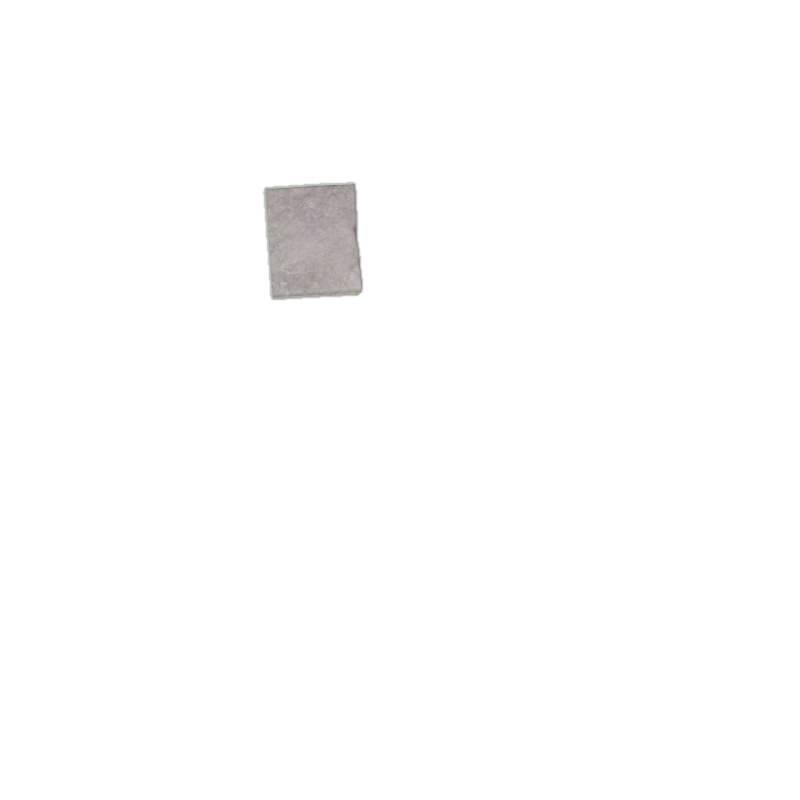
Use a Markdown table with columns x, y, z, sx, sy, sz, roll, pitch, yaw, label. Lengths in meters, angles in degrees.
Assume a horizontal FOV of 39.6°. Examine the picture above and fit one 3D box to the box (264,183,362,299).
| x | y | z | sx | sy | sz | roll | pitch | yaw | label |
| --- | --- | --- | --- | --- | --- | --- | --- | --- | --- |
| -0.070 | -0.127 | 0.889 | 0.073 | 0.091 | 0.029 | -4 | -9 | -1 | box |
